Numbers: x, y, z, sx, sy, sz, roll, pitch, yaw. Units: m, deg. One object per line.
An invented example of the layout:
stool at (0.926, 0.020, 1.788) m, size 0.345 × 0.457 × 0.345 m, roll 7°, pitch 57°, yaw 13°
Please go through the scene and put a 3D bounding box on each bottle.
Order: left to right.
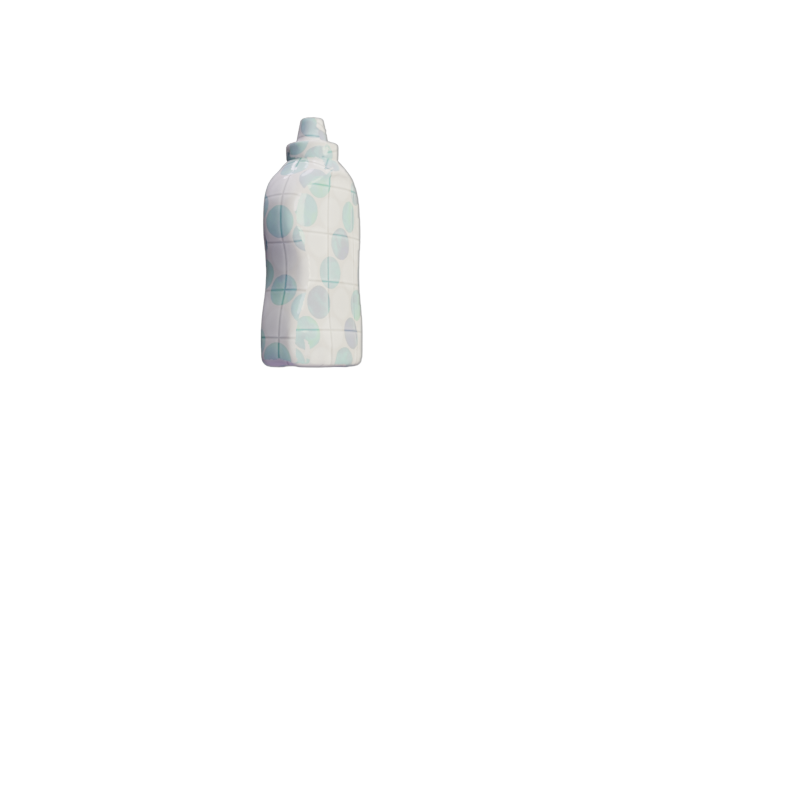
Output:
bottle at (-0.067, -0.122, 0.853) m, size 0.060 × 0.194 × 0.092 m, roll -4°, pitch -5°, yaw 35°
